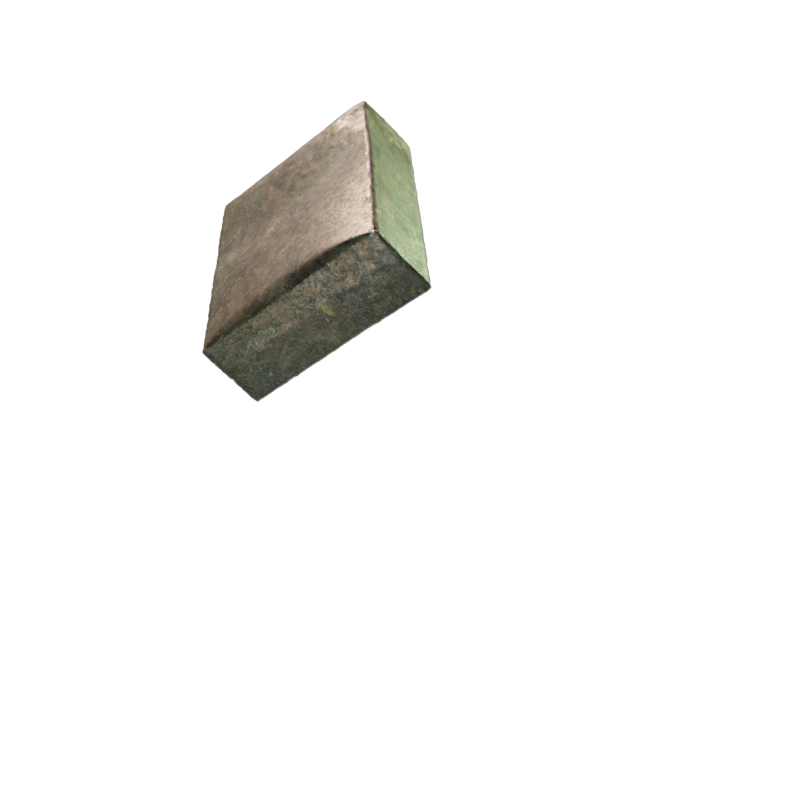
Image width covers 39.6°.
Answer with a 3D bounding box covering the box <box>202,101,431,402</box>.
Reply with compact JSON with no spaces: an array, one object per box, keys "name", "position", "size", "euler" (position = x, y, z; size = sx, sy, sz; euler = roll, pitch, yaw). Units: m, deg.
[{"name":"box","position":[-0.068,-0.124,0.869],"size":[0.163,0.229,0.067],"euler":[-33,-57,20]}]
